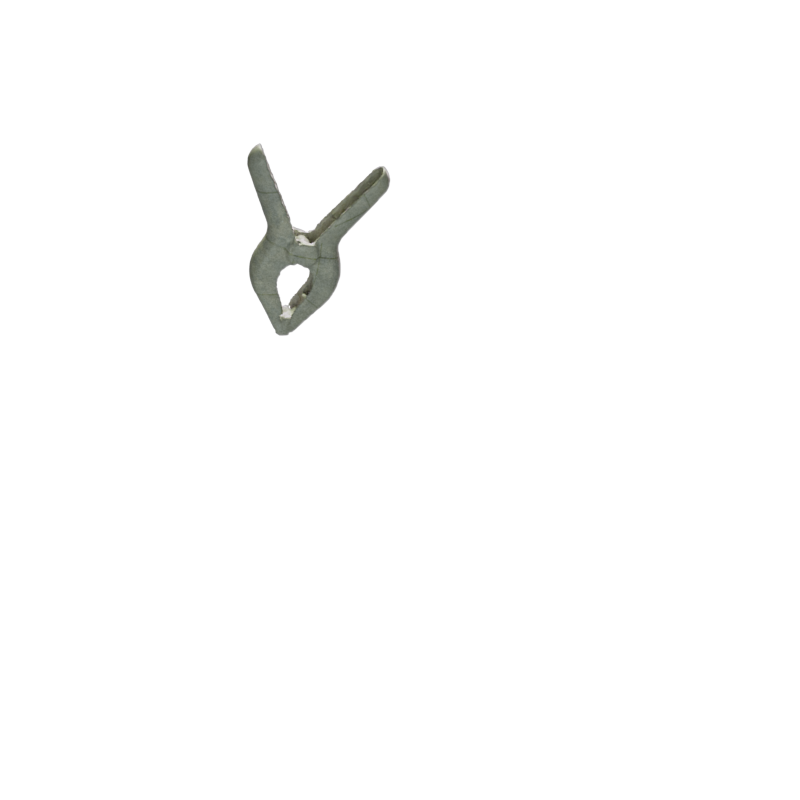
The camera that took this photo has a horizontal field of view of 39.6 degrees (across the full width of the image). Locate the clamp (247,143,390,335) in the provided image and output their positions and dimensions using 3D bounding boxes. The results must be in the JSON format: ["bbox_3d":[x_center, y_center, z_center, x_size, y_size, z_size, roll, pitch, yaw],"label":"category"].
[{"bbox_3d":[-0.074,-0.135,0.949,0.120,0.162,0.042,5,28,-3],"label":"clamp"}]
